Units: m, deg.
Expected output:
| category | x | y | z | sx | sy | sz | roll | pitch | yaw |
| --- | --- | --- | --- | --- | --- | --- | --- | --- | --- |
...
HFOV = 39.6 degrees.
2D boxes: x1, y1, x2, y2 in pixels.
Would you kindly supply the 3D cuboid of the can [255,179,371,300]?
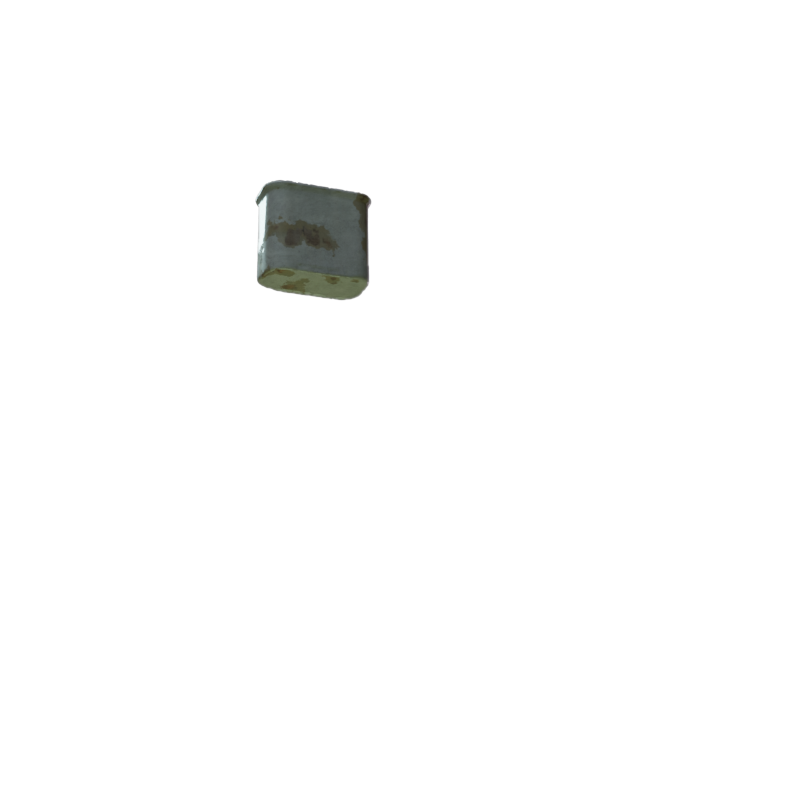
| category | x | y | z | sx | sy | sz | roll | pitch | yaw |
| --- | --- | --- | --- | --- | --- | --- | --- | --- | --- |
| can | -0.077 | -0.140 | 0.982 | 0.099 | 0.088 | 0.056 | 7 | -24 | -19 |
